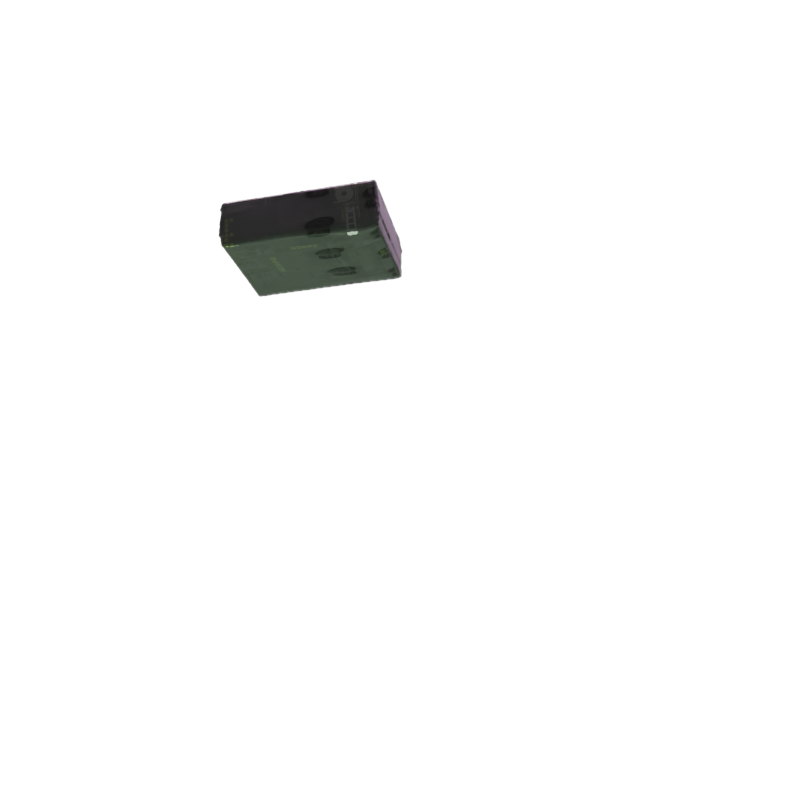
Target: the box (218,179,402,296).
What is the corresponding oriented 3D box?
[{"bbox_3d":[-0.062,-0.112,0.787,0.115,0.041,0.084,-4,-21,12],"label":"box"}]
